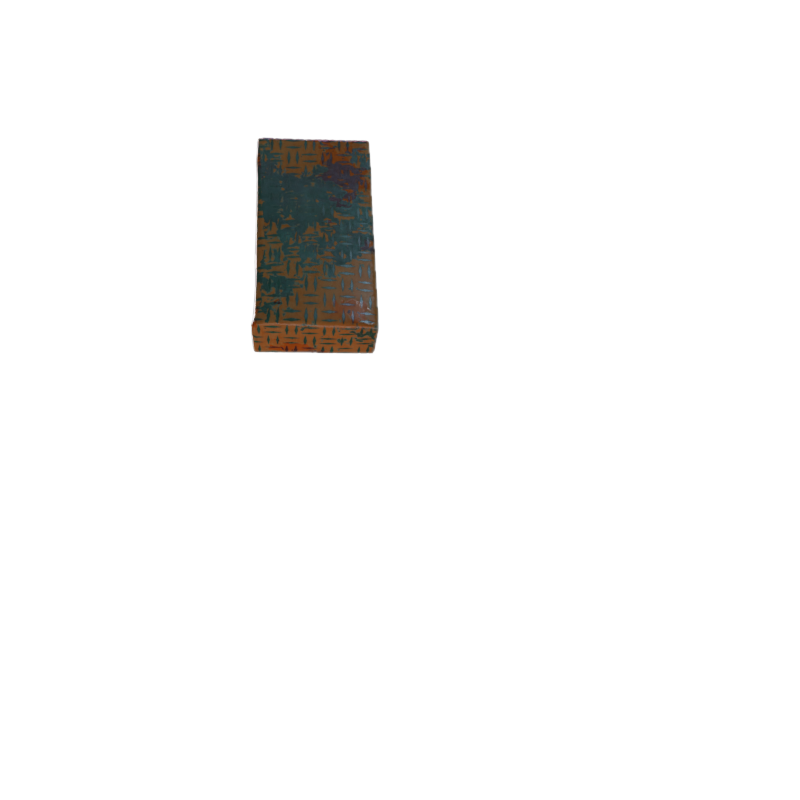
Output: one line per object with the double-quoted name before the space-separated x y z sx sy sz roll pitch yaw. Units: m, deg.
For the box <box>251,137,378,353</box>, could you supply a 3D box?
"box" -0.067 -0.122 0.858 0.093 0.189 0.045 0 -34 -4
